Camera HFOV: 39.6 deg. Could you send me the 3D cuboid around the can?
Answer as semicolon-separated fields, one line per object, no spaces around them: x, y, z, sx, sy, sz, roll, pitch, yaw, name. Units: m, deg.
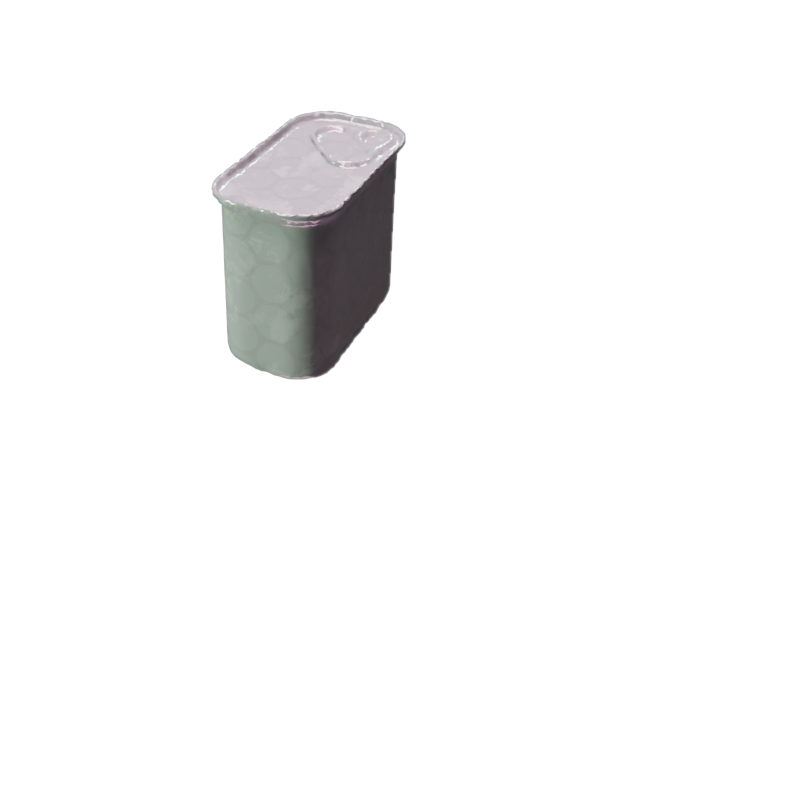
-0.039;-0.071;0.498;0.059;0.079;0.105;14;37;18;can
